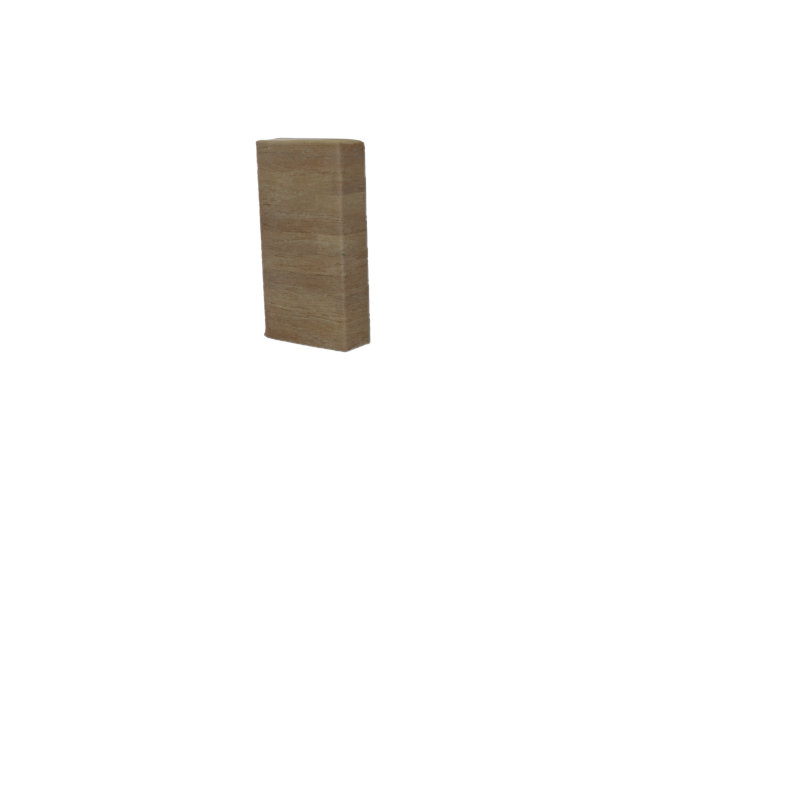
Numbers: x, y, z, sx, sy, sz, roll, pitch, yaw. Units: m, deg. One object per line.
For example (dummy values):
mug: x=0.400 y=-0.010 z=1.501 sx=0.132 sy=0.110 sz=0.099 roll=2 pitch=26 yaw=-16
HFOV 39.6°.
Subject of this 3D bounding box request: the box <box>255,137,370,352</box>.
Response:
box: x=-0.074 y=-0.136 z=0.950 sx=0.098 sy=0.173 sz=0.047 roll=7 pitch=11 yaw=36
